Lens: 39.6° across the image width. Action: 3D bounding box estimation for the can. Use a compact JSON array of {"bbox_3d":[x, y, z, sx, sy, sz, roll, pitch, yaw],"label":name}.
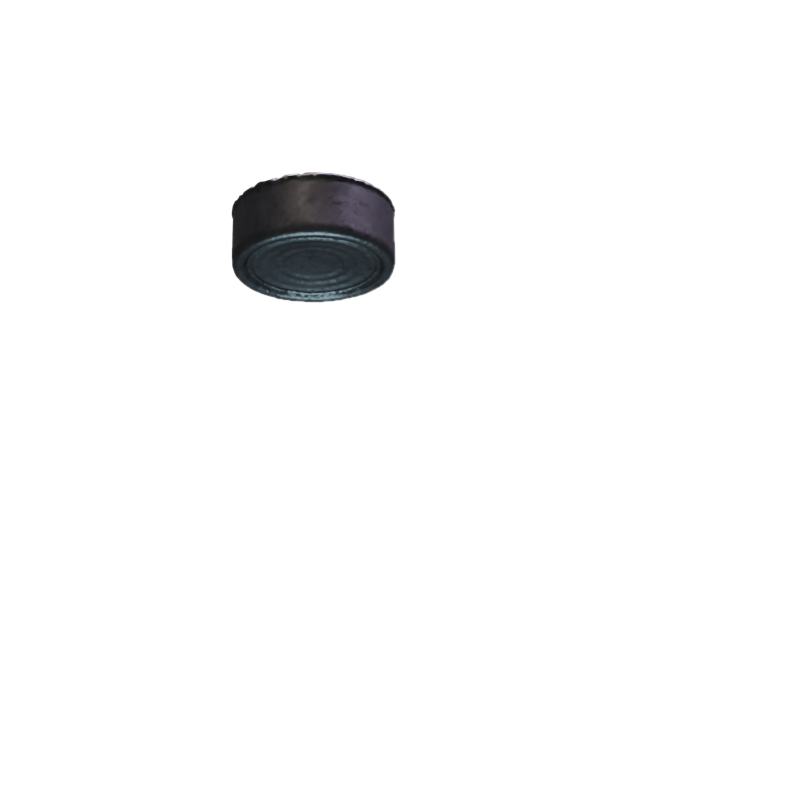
[{"bbox_3d":[-0.045,-0.082,0.575,0.086,0.035,0.082,0,-21,-2],"label":"can"}]
